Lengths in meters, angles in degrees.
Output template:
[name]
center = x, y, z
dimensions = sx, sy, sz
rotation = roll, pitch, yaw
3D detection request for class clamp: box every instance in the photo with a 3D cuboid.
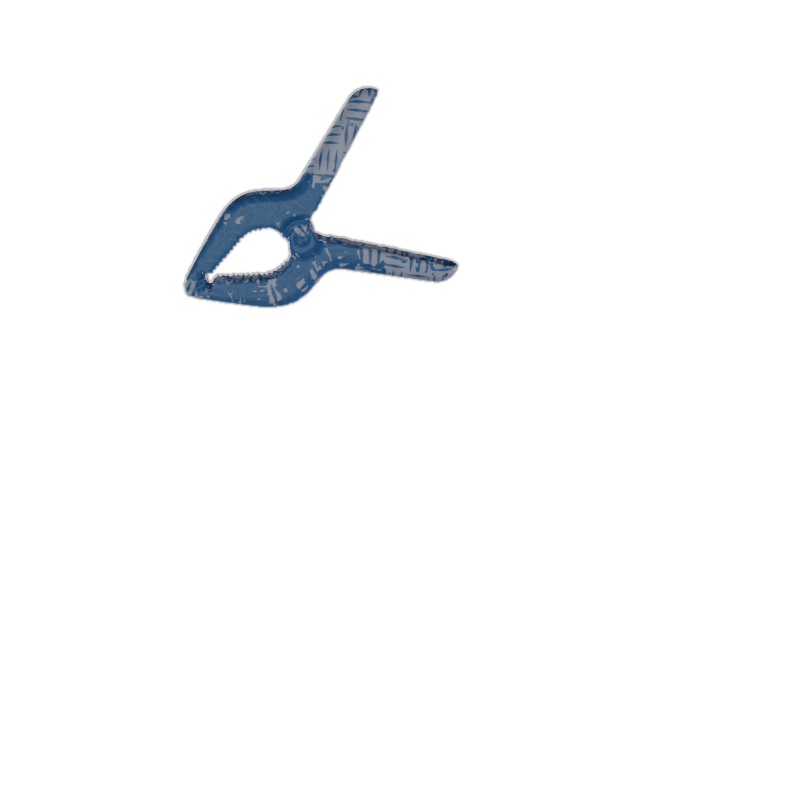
[clamp]
center = -0.068, -0.125, 0.873
dimensions = 0.210, 0.160, 0.037
rotation = -31, 9, 5
